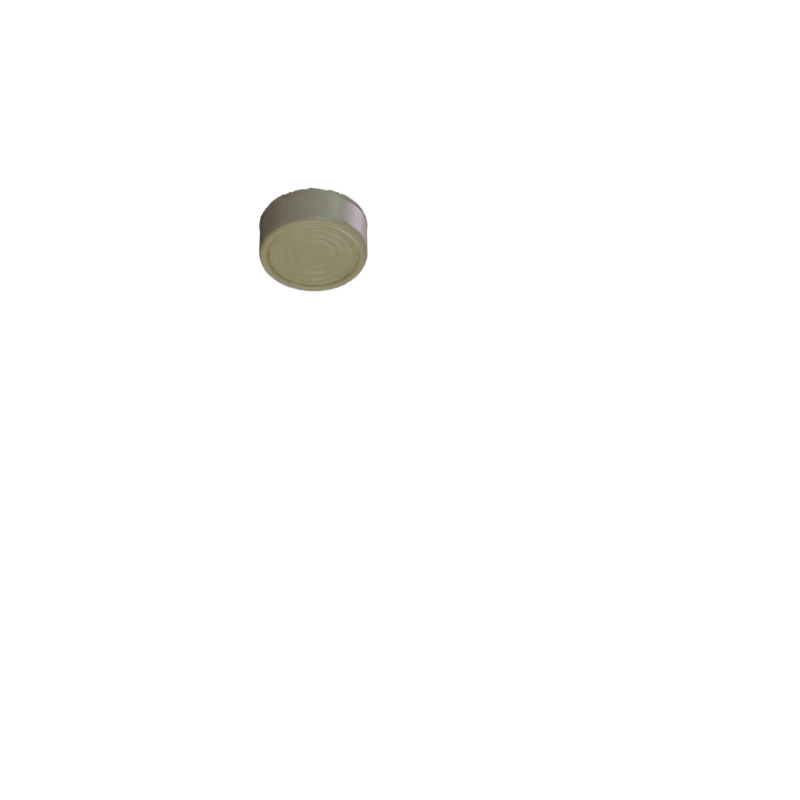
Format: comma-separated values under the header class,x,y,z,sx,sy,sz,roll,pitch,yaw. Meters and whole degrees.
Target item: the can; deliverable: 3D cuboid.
class,x,y,z,sx,sy,sz,roll,pitch,yaw
can,-0.068,-0.123,0.864,0.086,0.036,0.080,1,-38,-2
